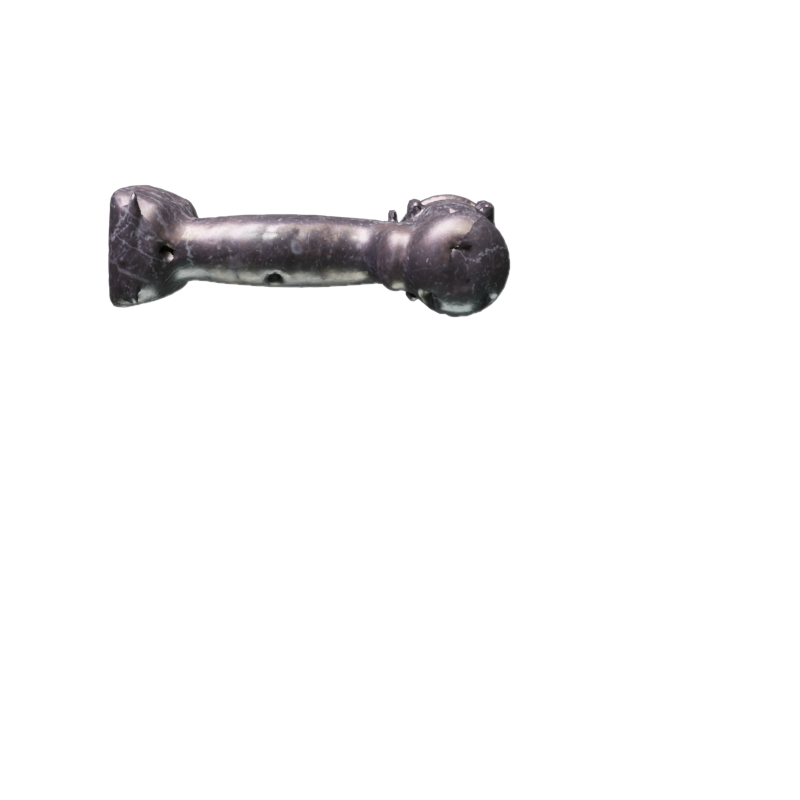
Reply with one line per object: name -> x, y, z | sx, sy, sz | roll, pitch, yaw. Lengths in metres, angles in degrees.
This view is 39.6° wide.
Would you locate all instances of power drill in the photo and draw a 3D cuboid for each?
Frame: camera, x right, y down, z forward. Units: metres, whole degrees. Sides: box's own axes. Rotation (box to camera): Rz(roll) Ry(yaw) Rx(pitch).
power drill -> -0.044, -0.080, 0.561 | 0.188, 0.056, 0.187 | 0, 11, 1
